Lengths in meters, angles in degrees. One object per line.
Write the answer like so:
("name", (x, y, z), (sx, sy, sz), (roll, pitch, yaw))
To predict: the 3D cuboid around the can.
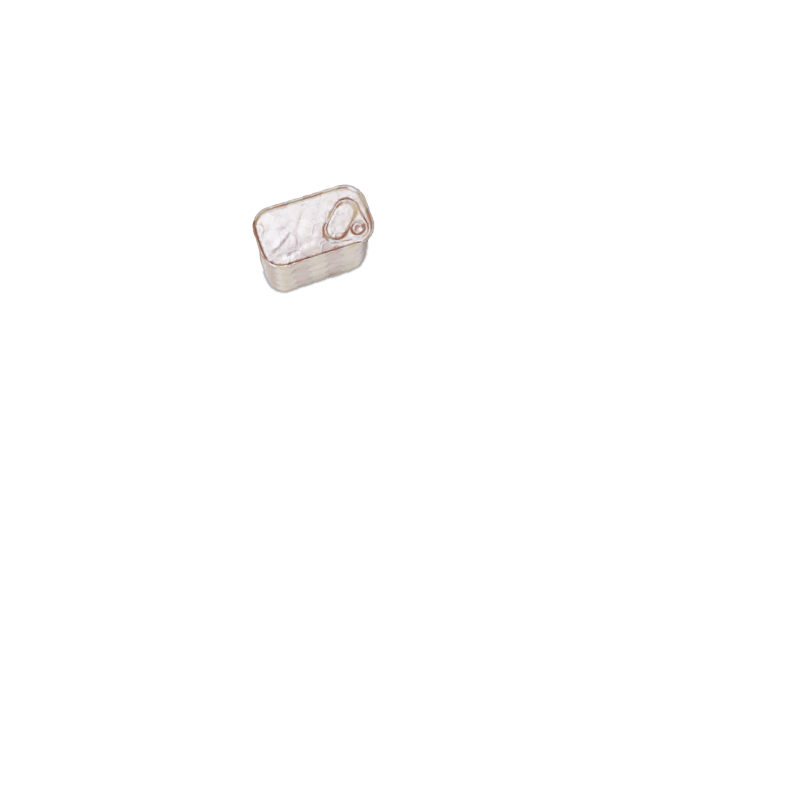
("can", (-0.077, -0.141, 0.990), (0.101, 0.060, 0.081), (-18, -13, -7))
